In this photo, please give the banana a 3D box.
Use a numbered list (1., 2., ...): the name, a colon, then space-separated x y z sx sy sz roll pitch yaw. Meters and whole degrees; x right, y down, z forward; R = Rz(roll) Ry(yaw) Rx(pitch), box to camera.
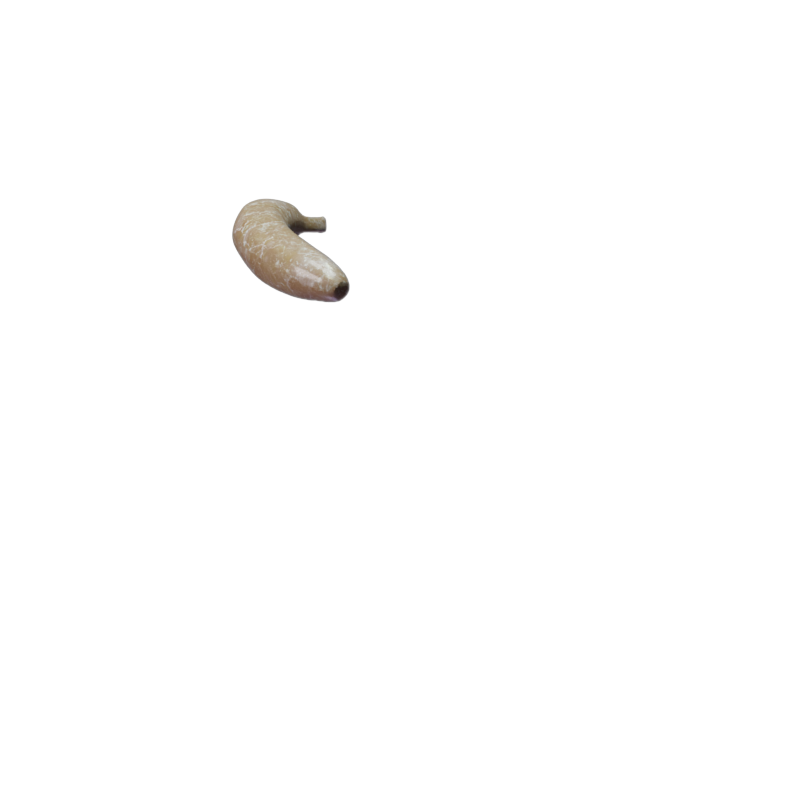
1. banana: -0.076 -0.105 0.728 0.069 0.035 0.207 -2 22 -6
